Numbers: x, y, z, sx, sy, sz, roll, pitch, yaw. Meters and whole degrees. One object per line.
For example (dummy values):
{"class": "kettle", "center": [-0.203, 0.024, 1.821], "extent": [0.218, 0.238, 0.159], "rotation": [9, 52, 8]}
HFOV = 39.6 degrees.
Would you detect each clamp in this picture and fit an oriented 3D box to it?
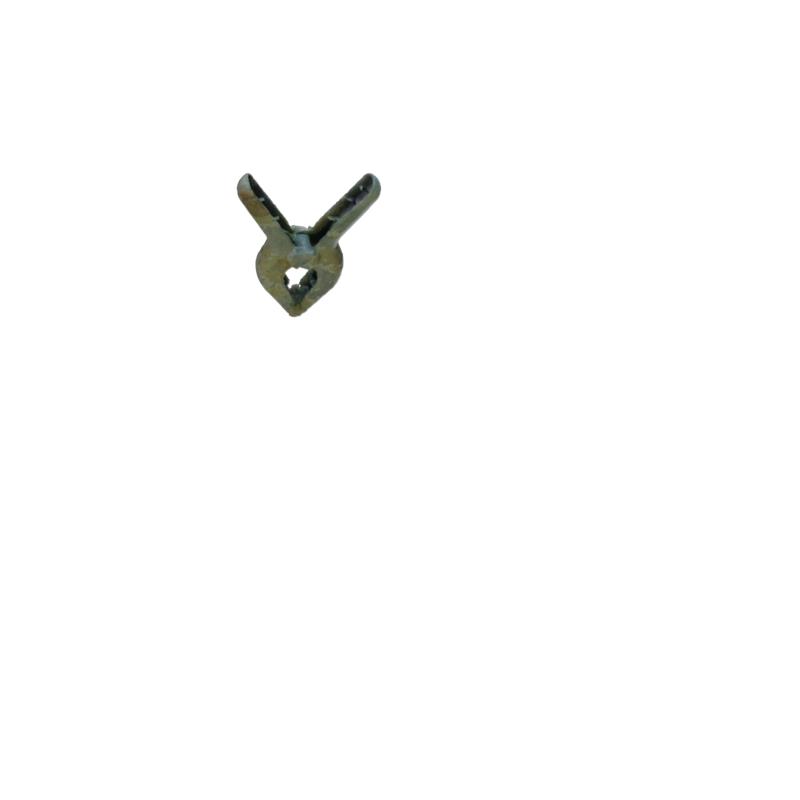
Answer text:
{"class": "clamp", "center": [-0.076, -0.139, 0.975], "extent": [0.120, 0.042, 0.160], "rotation": [-1, -36, 0]}
